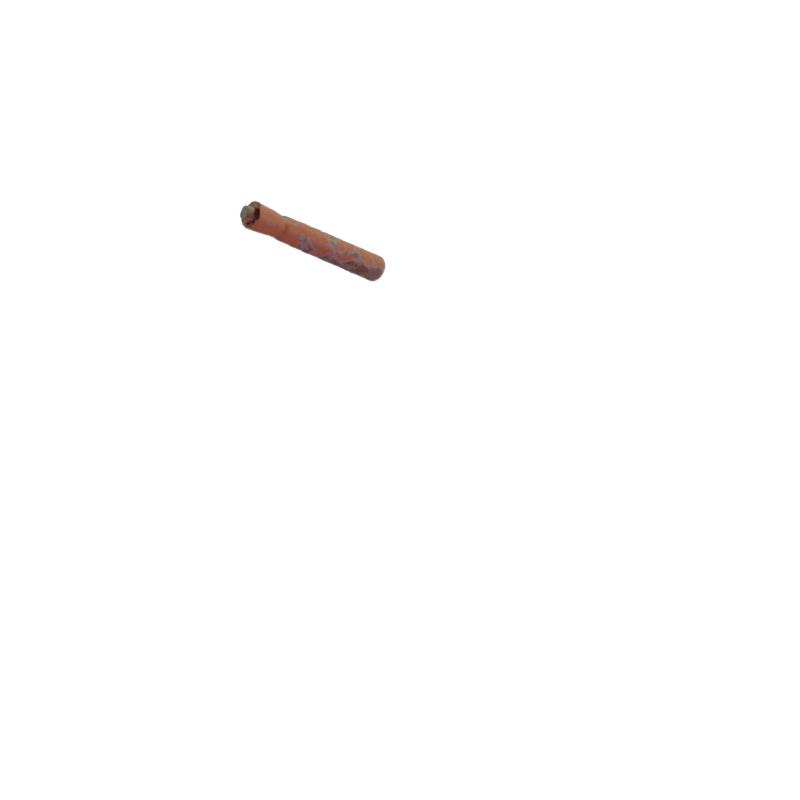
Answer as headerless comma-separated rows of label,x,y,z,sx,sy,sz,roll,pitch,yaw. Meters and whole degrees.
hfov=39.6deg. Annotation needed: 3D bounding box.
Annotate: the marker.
marker,-0.058,-0.105,0.738,0.114,0.020,0.021,19,-9,-40
